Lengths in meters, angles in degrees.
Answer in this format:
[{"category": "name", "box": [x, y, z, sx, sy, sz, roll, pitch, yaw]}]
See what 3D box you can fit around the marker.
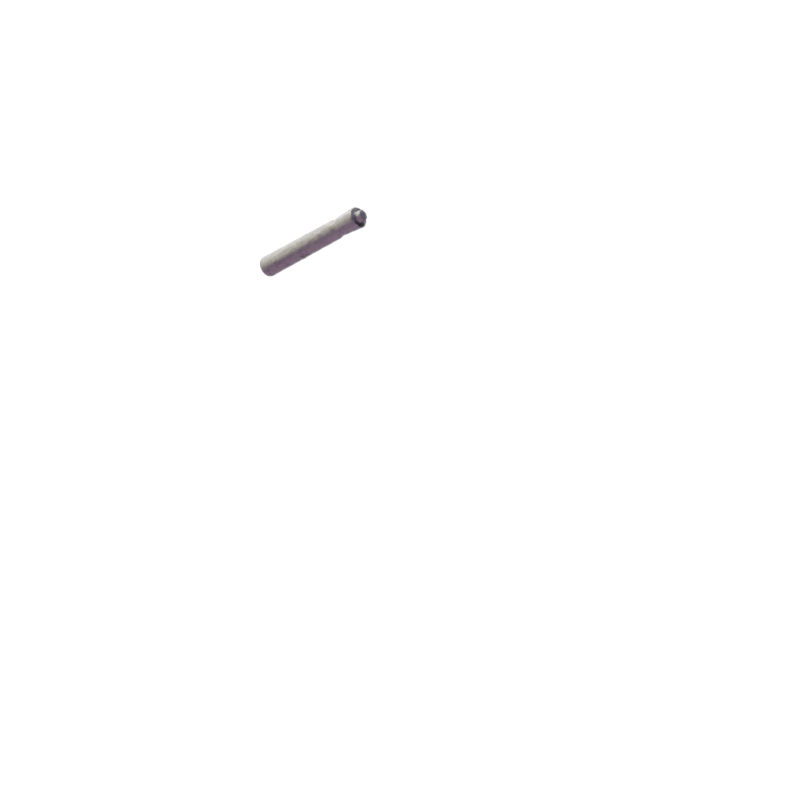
[{"category": "marker", "box": [-0.075, -0.137, 0.959, 0.121, 0.020, 0.019, -22, -11, 38]}]
